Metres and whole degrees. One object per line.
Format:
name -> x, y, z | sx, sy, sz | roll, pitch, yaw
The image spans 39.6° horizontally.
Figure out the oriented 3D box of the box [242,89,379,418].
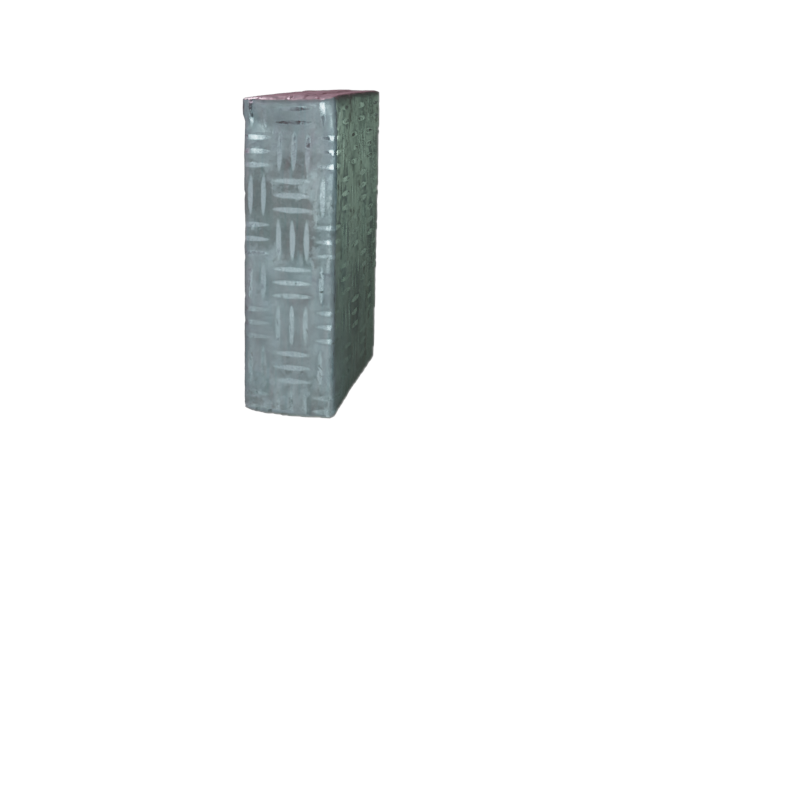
box -> -0.062, -0.114, 0.798 | 0.073, 0.209, 0.166 | 2, 12, 9
